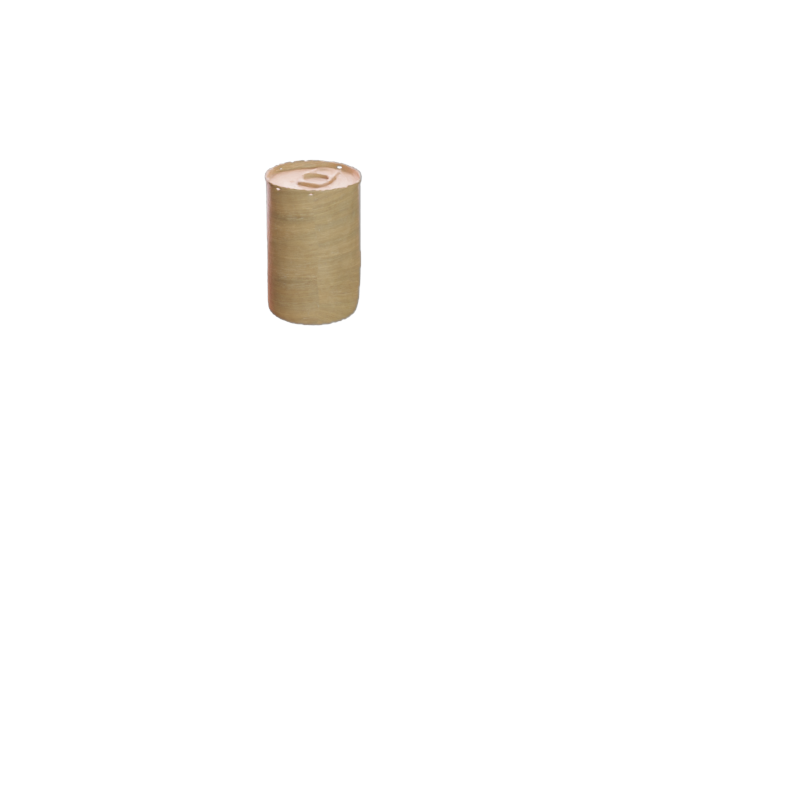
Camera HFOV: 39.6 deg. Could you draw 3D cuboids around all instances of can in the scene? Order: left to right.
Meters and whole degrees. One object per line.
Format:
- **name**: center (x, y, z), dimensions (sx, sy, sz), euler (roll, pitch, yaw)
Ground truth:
- **can**: center (-0.062, -0.113, 0.792), dimensions (0.068, 0.097, 0.072), euler (0, 25, -2)
